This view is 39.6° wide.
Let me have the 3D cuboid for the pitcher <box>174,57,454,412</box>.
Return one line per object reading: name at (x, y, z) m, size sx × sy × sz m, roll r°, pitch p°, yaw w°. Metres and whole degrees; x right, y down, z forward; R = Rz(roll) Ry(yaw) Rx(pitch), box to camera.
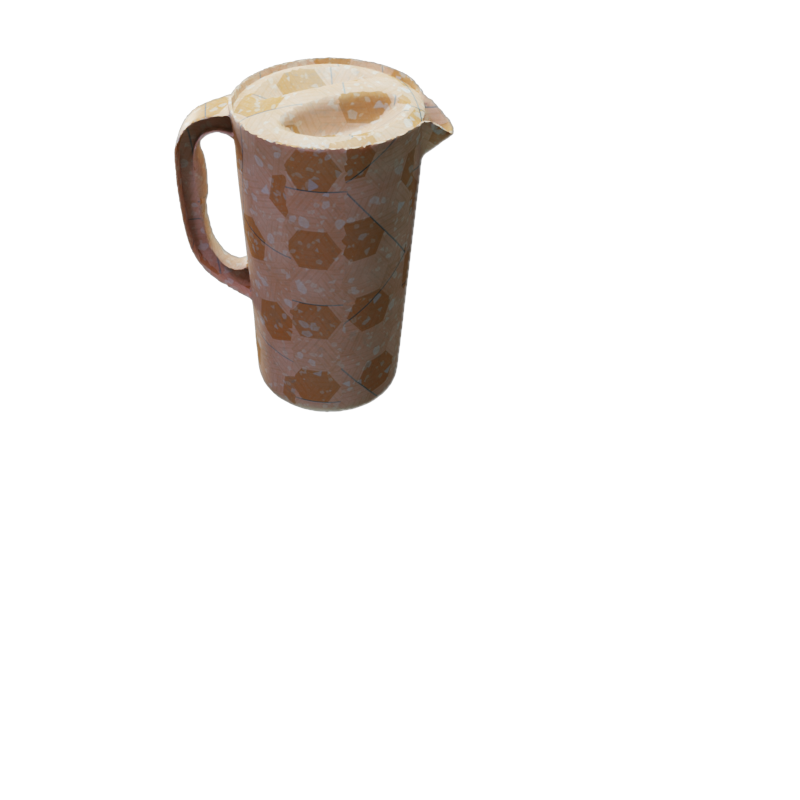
pitcher at (-0.062, -0.114, 0.798) m, size 0.145 × 0.227 × 0.159 m, roll -29°, pitch 47°, yaw -35°
